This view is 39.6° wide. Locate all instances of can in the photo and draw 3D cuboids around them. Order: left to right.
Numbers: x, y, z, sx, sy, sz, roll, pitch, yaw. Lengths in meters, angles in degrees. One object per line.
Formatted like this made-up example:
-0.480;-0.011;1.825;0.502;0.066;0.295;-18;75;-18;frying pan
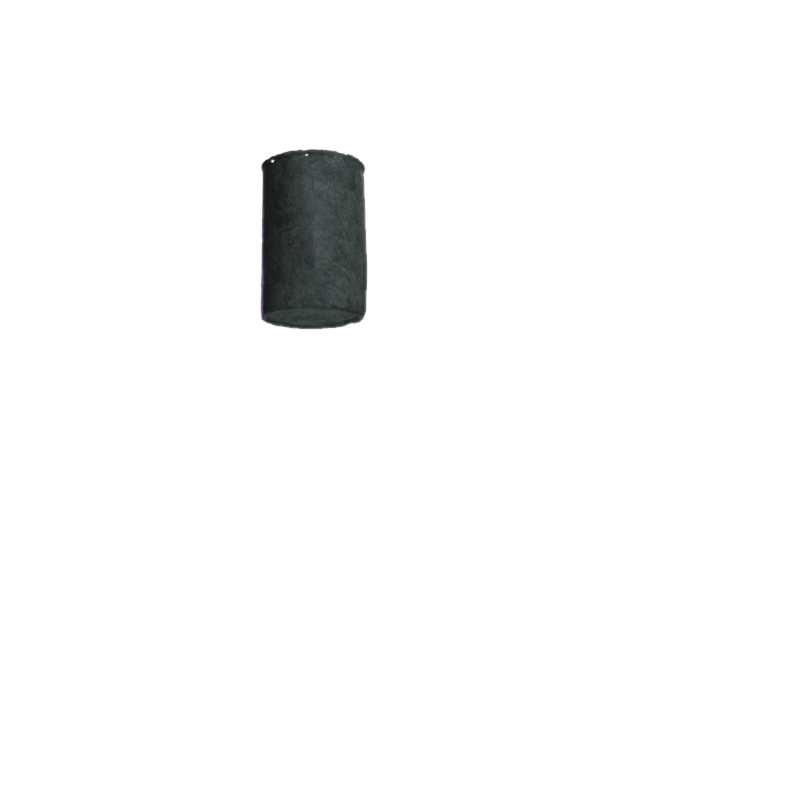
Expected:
-0.056;-0.102;0.712;0.068;0.106;0.066;0;-13;-2;can
